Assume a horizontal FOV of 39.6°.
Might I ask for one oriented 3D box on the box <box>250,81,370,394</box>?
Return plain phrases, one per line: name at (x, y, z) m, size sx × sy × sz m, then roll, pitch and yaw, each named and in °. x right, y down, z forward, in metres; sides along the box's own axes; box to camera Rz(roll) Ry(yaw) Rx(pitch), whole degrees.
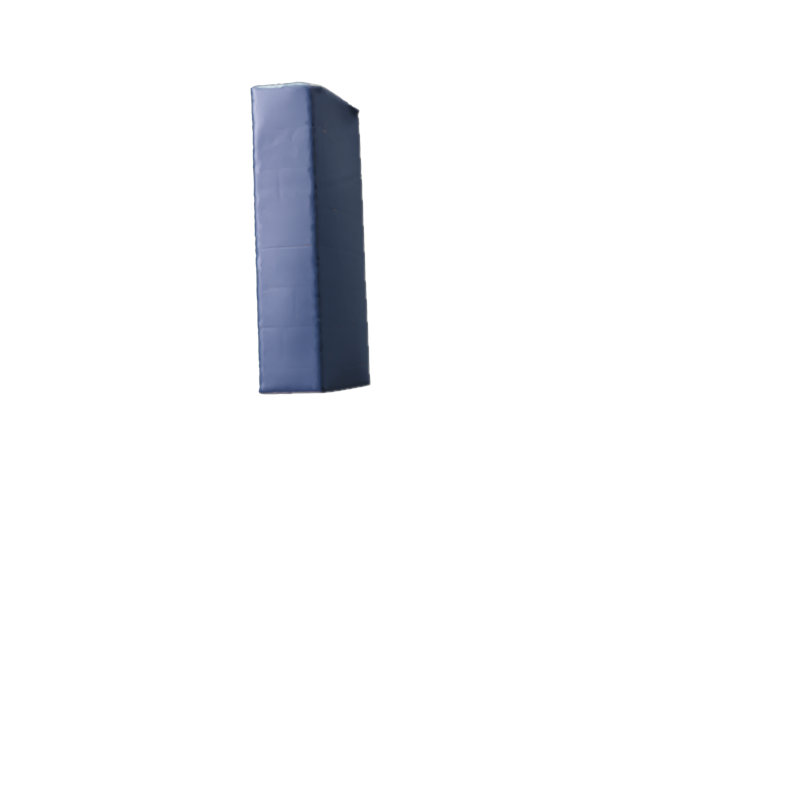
box at (-0.052, -0.094, 0.661) m, size 0.049 × 0.178 × 0.091 m, roll -1°, pitch -2°, yaw 16°
